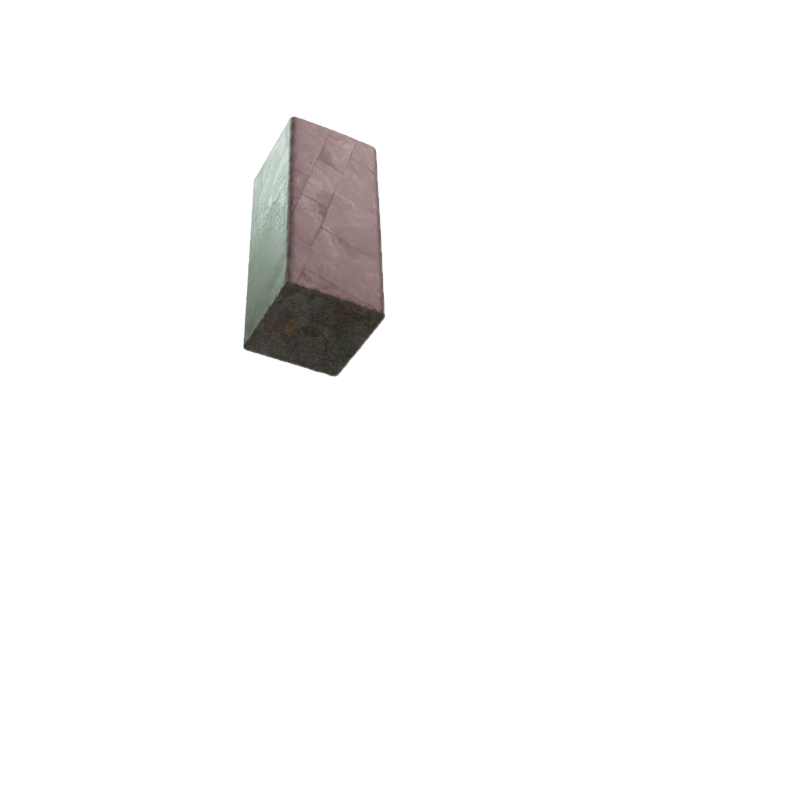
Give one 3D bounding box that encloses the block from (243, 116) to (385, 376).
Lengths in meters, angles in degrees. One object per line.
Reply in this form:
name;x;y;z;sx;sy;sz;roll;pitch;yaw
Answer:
block;-0.075;-0.137;0.963;0.087;0.221;0.088;18;-46;-22
